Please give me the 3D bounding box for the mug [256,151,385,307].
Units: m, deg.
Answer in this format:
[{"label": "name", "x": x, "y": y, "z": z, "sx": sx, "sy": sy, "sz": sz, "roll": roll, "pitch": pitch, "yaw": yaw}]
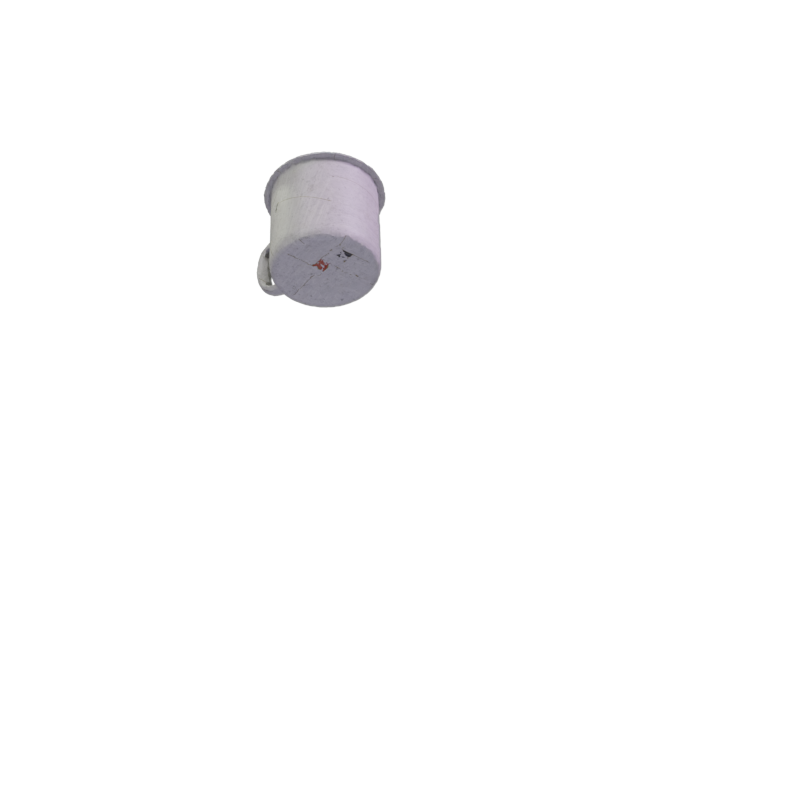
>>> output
[{"label": "mug", "x": -0.065, "y": -0.119, "z": 0.830, "sx": 0.117, "sy": 0.087, "sz": 0.087, "roll": -30, "pitch": -48, "yaw": 29}]
